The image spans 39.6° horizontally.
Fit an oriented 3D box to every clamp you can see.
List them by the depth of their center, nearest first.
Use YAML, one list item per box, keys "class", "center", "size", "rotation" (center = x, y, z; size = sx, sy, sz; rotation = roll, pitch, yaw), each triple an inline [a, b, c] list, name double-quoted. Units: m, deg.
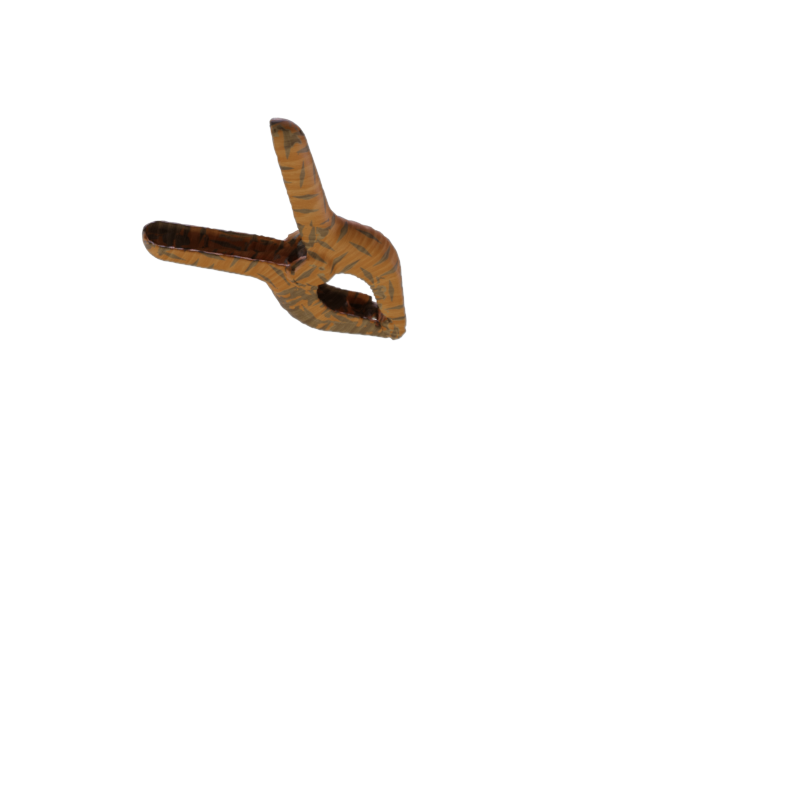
- class: "clamp"
  center: [-0.051, -0.093, 0.651]
  size: [0.162, 0.042, 0.118]
  rotation: [25, -44, -29]
